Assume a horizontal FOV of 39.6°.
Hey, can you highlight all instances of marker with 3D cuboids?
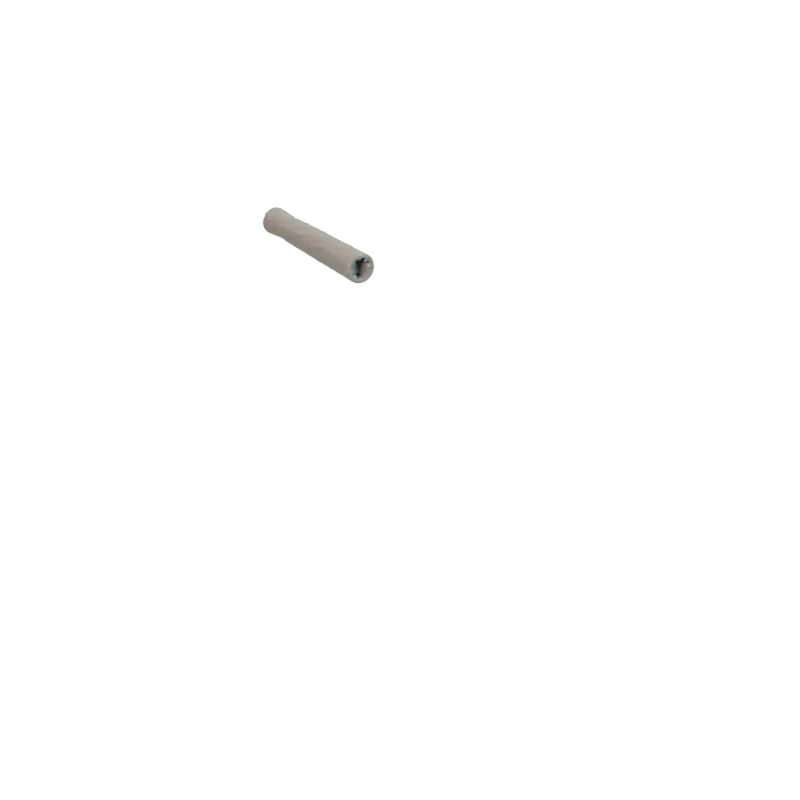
[{"bbox_3d":[-0.056,-0.102,0.715,0.019,0.019,0.129,-3,23,-32],"label":"marker"}]
